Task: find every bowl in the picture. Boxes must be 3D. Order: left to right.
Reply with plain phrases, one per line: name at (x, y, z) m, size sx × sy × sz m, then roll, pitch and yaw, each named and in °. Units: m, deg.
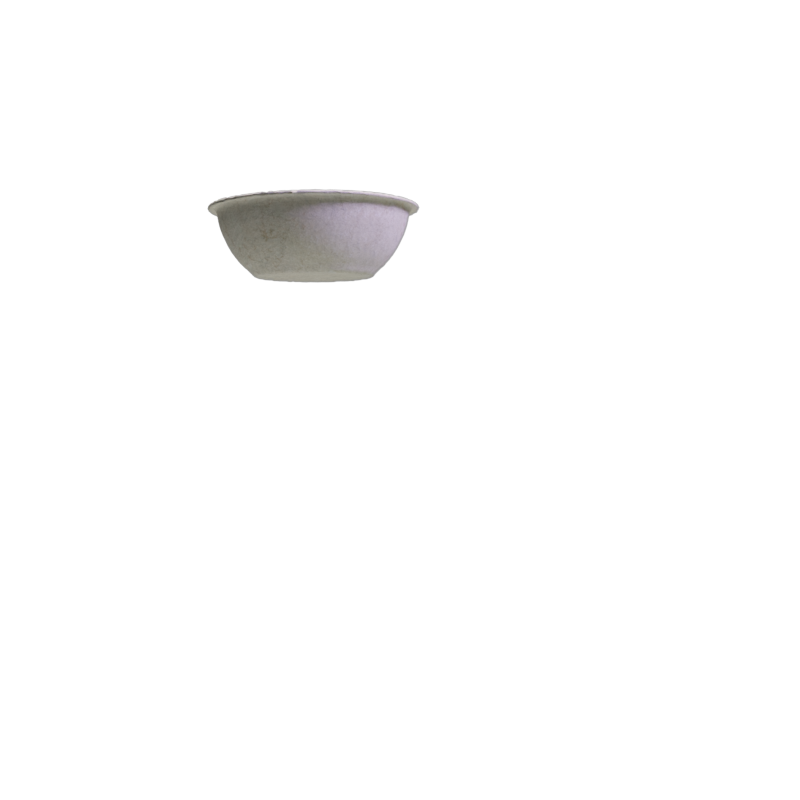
bowl at (-0.066, -0.121, 0.845) m, size 0.162 × 0.055 × 0.161 m, roll 0°, pitch 0°, yaw -2°
